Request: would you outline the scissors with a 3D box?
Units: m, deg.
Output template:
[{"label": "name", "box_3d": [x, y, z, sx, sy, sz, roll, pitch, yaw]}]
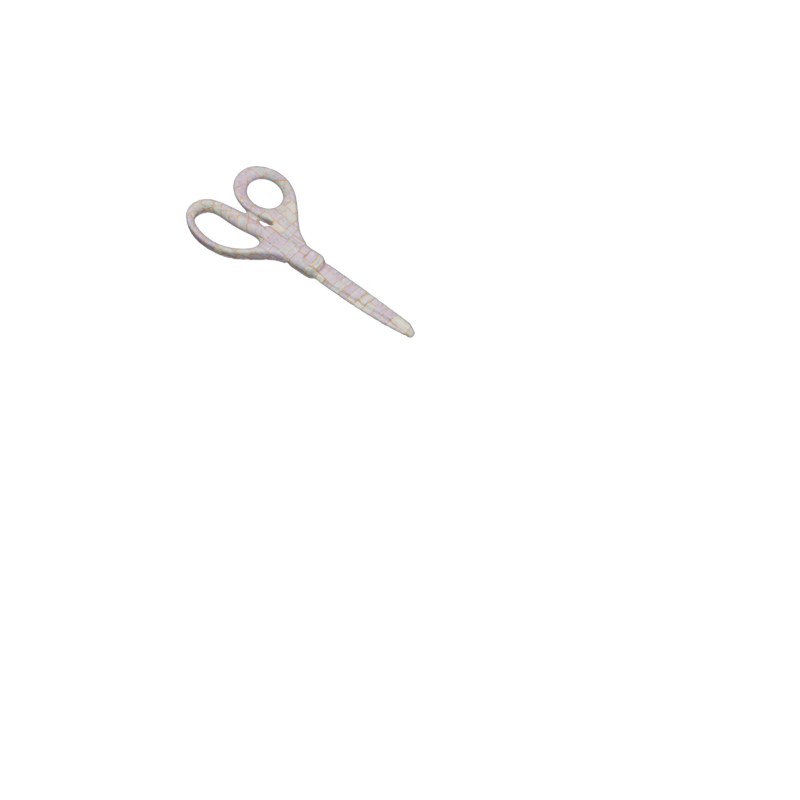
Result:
[{"label": "scissors", "box_3d": [-0.067, -0.122, 0.854, 0.207, 0.100, 0.015, 21, -30, 13]}]
